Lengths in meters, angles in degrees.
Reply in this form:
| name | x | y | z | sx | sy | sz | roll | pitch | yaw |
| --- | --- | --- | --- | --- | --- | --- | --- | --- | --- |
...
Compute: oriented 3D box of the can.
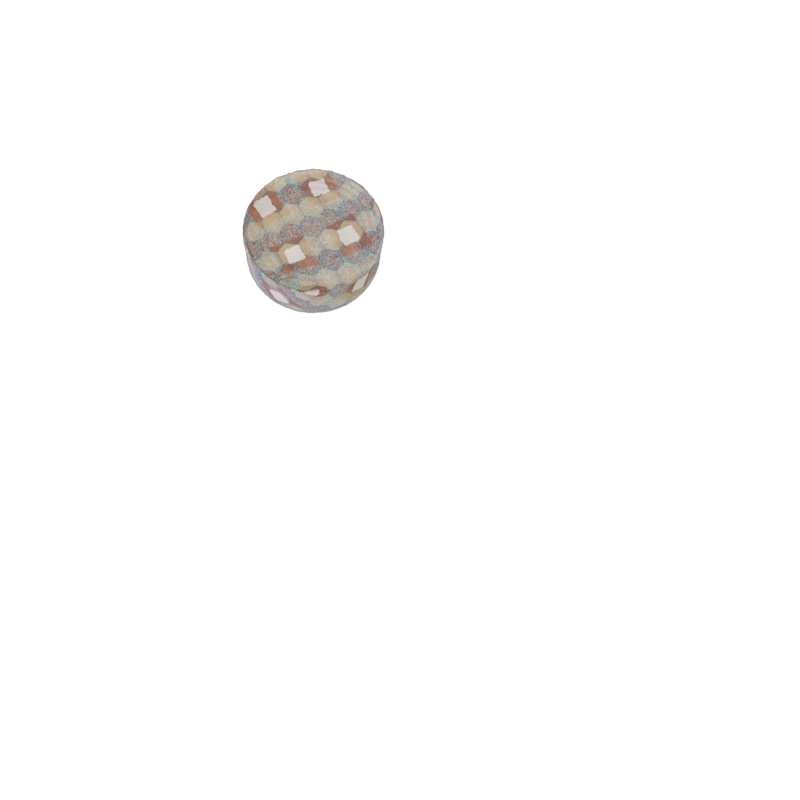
| name | x | y | z | sx | sy | sz | roll | pitch | yaw |
| --- | --- | --- | --- | --- | --- | --- | --- | --- | --- |
| can | -0.054 | -0.098 | 0.684 | 0.086 | 0.091 | 0.032 | -1 | -26 | -1 |
